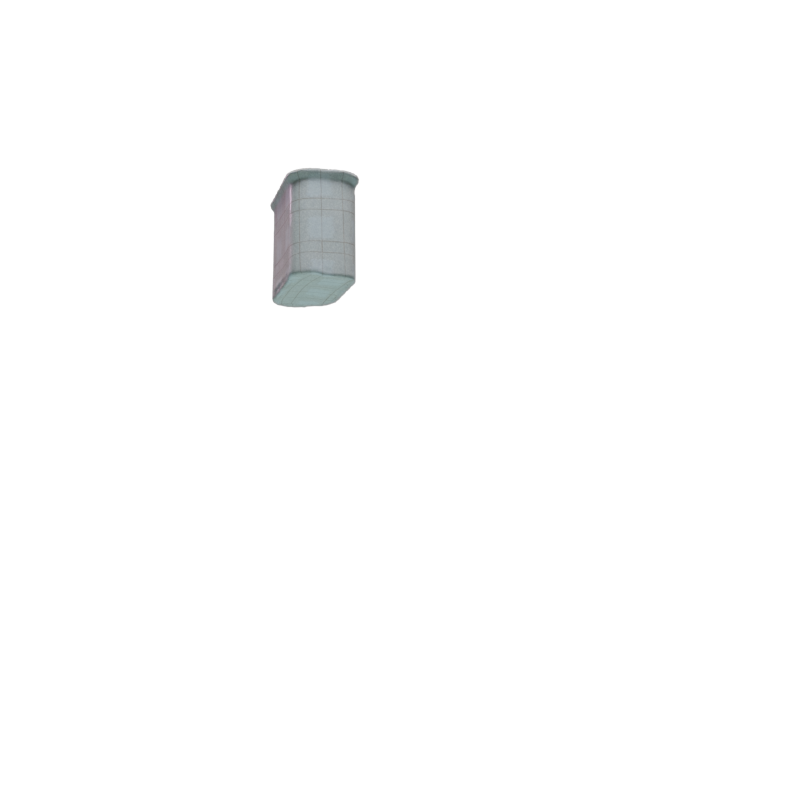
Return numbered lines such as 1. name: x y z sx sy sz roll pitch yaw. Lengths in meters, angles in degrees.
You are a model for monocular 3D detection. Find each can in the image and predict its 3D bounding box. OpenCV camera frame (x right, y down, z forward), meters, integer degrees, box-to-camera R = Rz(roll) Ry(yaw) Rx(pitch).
1. can: -0.068 -0.124 0.870 0.056 0.087 0.100 3 -14 -16
